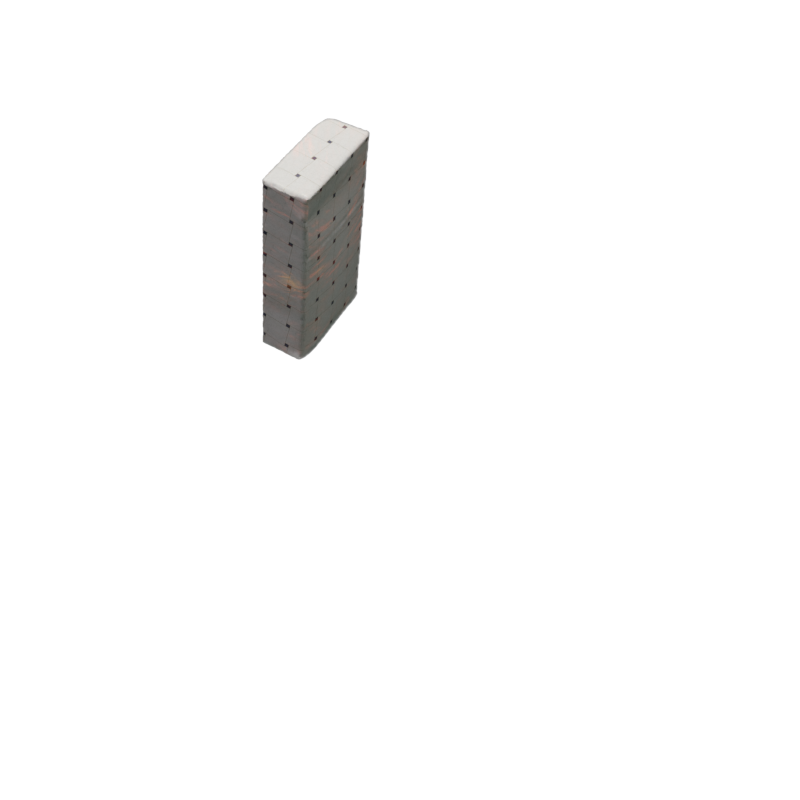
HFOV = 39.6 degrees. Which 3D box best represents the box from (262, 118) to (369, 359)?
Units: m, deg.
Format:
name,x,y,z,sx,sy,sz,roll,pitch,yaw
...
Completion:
name,x,y,z,sx,sy,sz,roll,pitch,yaw
box,-0.067,-0.123,0.860,0.050,0.164,0.096,23,49,17
